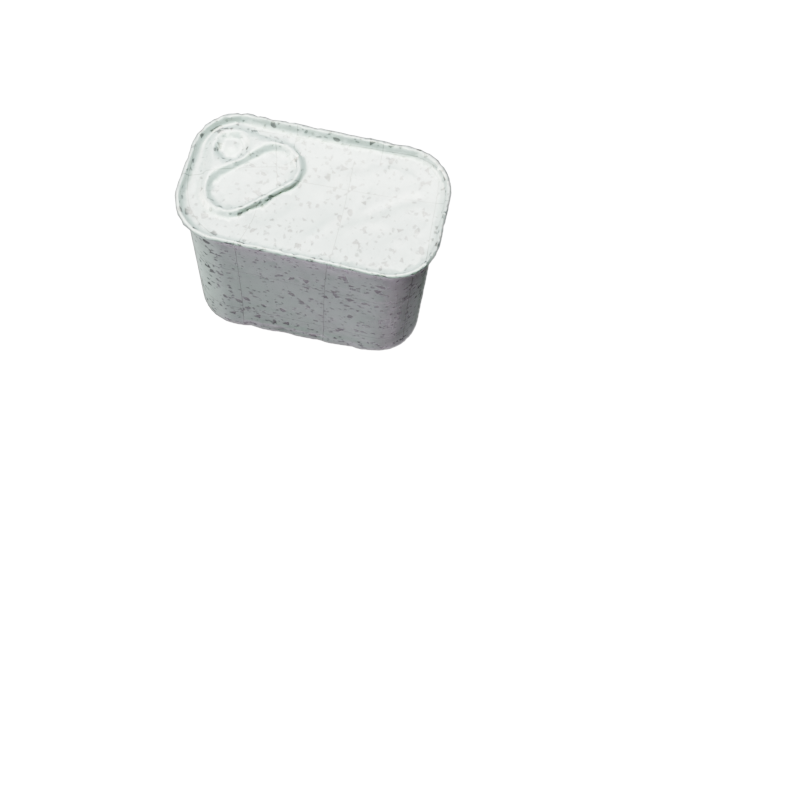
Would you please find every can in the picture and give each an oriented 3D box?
[{"bbox_3d":[-0.036,-0.065,0.455,0.103,0.060,0.079,13,-23,4],"label":"can"}]
